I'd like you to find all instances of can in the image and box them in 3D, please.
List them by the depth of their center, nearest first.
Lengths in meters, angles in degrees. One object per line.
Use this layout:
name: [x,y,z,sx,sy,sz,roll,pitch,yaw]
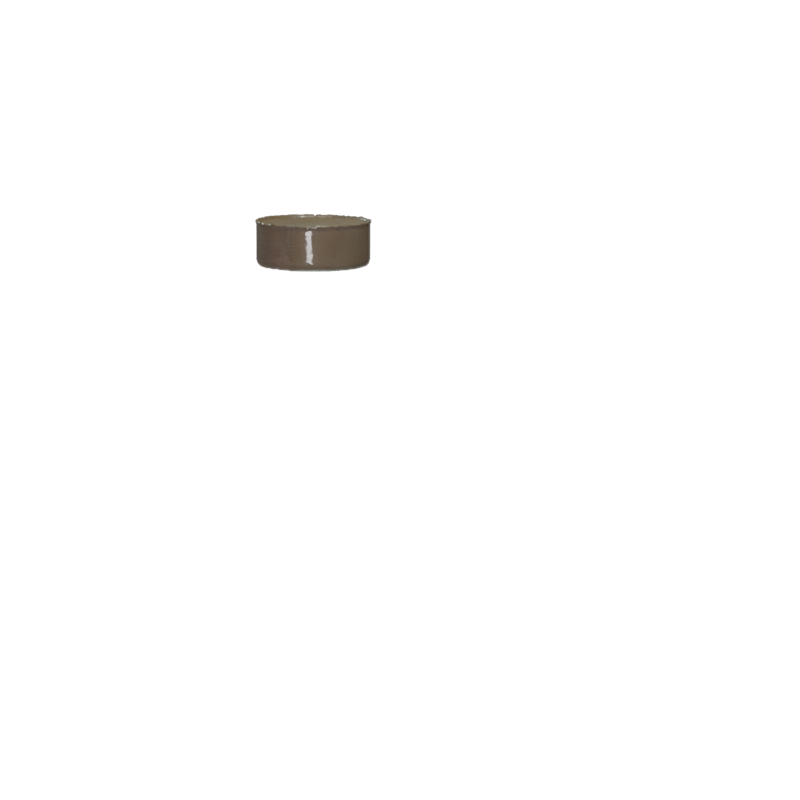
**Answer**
can: [-0.064,-0.117,0.820,0.086,0.033,0.088,0,14,-2]
